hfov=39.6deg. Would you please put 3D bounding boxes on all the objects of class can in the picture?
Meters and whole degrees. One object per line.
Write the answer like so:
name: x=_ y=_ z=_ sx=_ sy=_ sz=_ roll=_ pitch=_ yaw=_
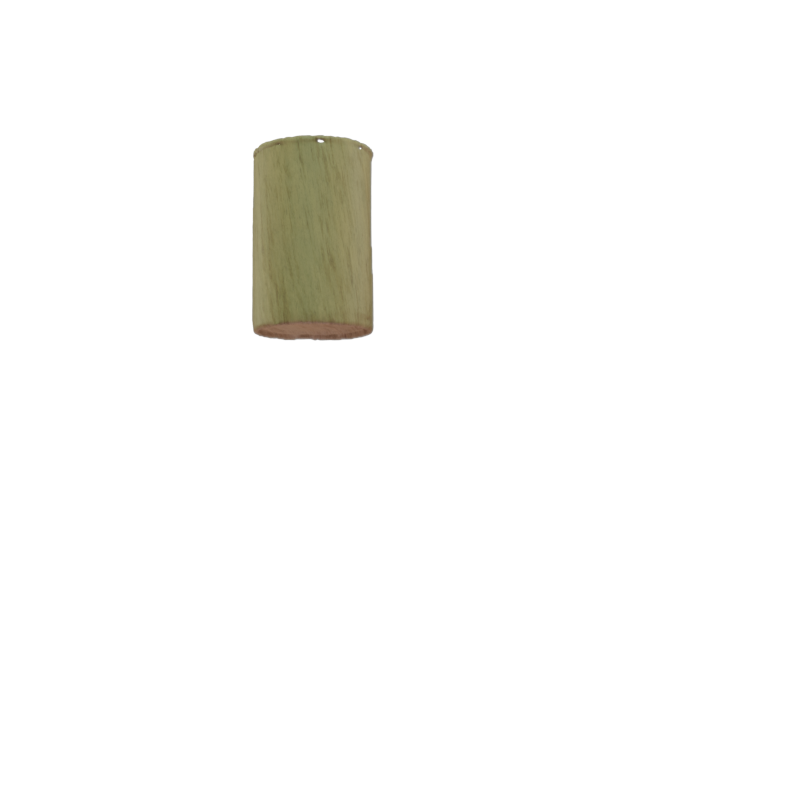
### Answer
can: x=-0.048 y=-0.088 z=0.613 sx=0.068 sy=0.105 sz=0.067 roll=0 pitch=-11 yaw=-2
